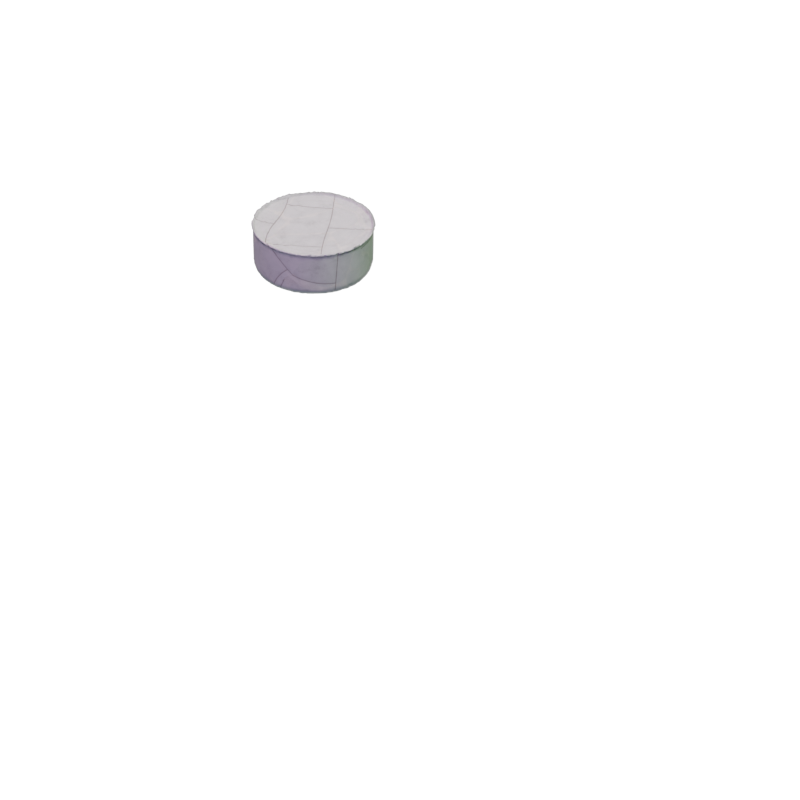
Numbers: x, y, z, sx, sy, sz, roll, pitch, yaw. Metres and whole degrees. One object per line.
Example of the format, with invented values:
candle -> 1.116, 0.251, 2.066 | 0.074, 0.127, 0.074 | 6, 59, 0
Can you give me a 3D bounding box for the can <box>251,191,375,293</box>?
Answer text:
can -> -0.061, -0.111, 0.778 | 0.086, 0.031, 0.092 | -1, 37, -2
